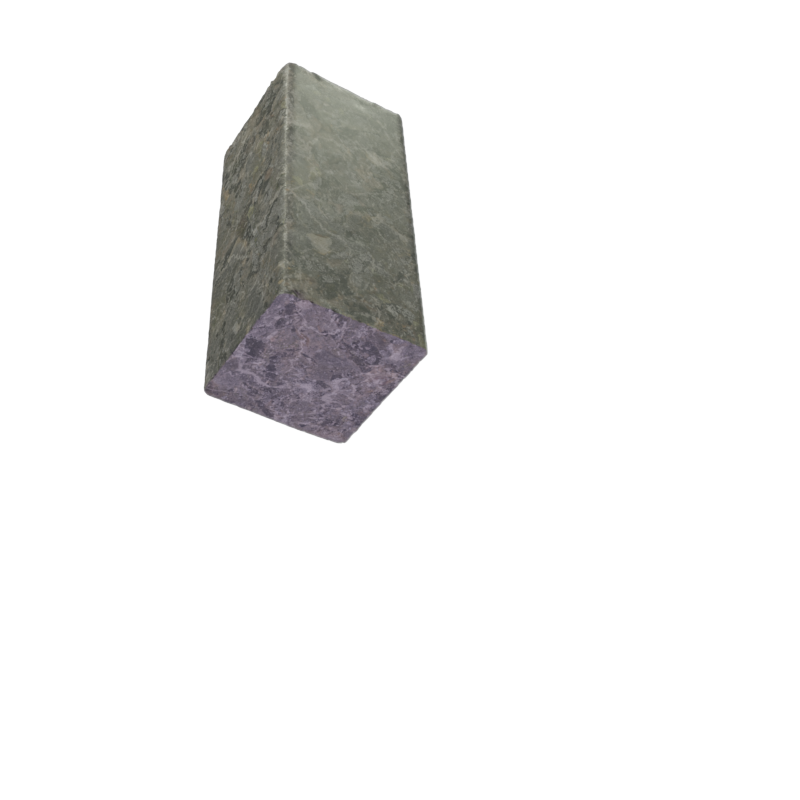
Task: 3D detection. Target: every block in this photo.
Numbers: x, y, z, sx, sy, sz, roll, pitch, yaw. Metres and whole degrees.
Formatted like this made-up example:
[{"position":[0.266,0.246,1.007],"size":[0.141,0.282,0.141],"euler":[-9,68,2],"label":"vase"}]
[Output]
[{"position":[-0.052,-0.093,0.652],"size":[0.086,0.221,0.088],"euler":[22,-49,-24],"label":"block"}]
